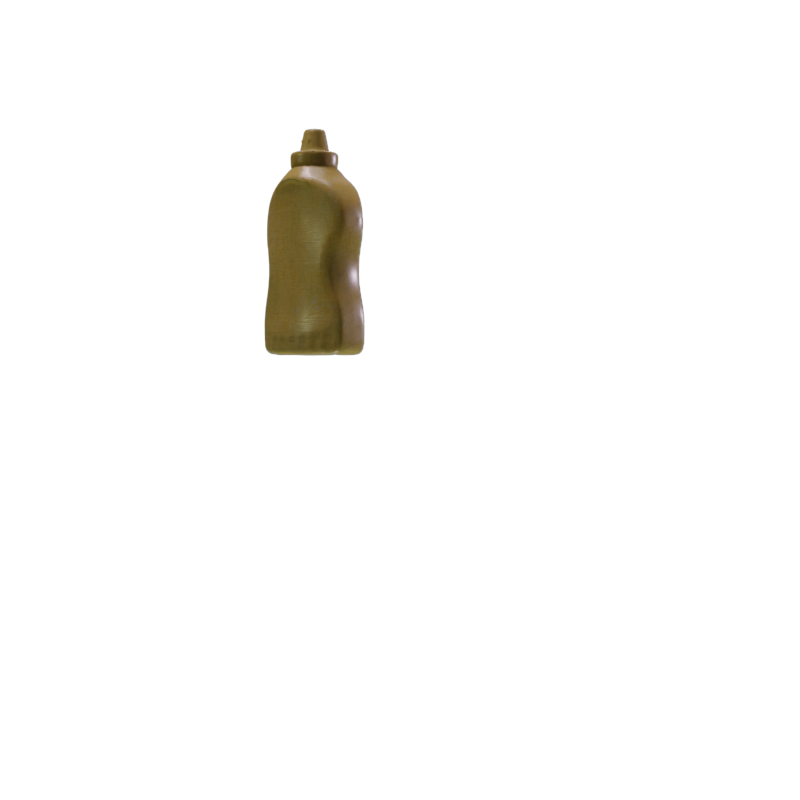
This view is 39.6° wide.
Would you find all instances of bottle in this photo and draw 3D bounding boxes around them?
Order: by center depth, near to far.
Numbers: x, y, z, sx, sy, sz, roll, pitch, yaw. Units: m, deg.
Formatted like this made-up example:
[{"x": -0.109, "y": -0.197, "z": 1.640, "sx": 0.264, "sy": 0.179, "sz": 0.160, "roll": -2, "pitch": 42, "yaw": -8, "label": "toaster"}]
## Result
[{"x": -0.073, "y": -0.134, "z": 0.942, "sx": 0.056, "sy": 0.194, "sz": 0.099, "roll": 4, "pitch": -5, "yaw": -43, "label": "bottle"}]
